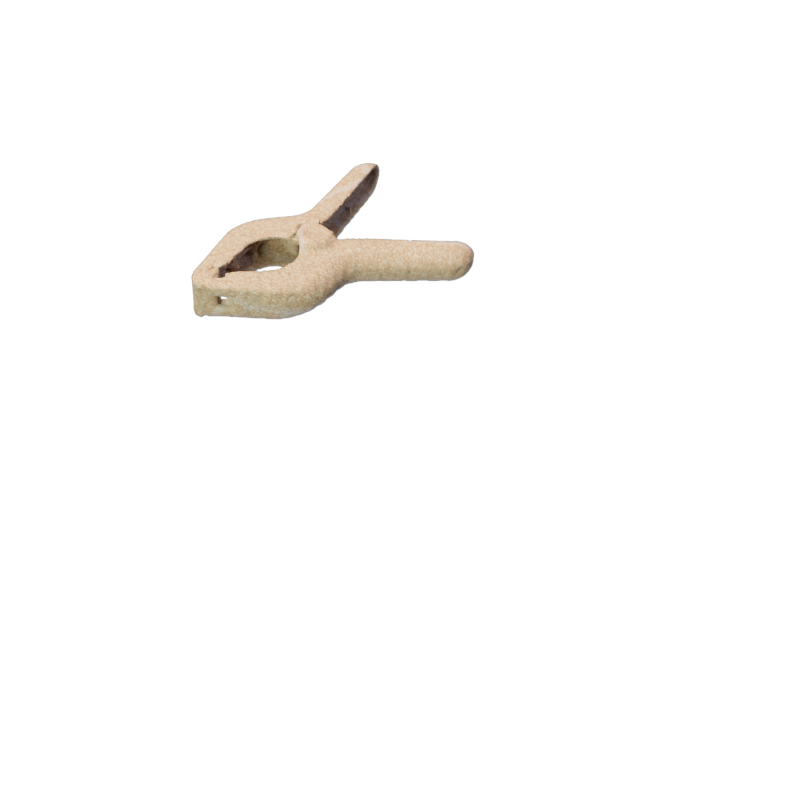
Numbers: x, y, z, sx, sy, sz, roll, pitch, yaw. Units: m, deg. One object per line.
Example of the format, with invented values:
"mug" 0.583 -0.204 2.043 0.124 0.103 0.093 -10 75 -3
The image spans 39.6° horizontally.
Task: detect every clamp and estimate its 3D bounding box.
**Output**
"clamp" -0.054 -0.099 0.693 0.169 0.037 0.130 -14 39 -19
